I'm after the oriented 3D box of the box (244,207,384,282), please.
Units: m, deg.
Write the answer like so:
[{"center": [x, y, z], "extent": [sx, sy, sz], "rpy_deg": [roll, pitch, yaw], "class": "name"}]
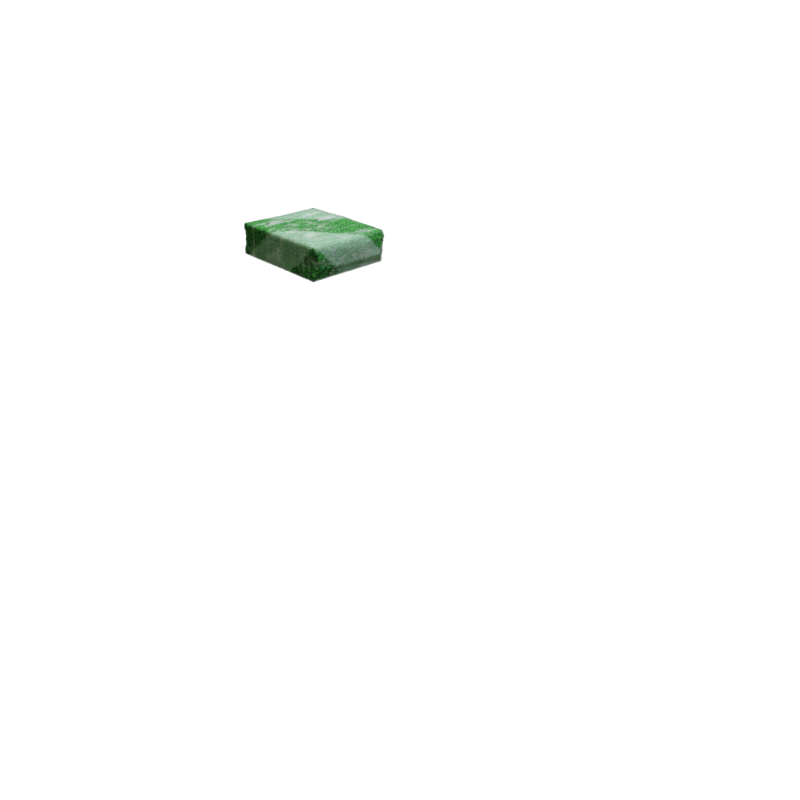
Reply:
[{"center": [-0.069, -0.126, 0.882], "extent": [0.072, 0.029, 0.095], "rpy_deg": [-20, 31, -38], "class": "box"}]
